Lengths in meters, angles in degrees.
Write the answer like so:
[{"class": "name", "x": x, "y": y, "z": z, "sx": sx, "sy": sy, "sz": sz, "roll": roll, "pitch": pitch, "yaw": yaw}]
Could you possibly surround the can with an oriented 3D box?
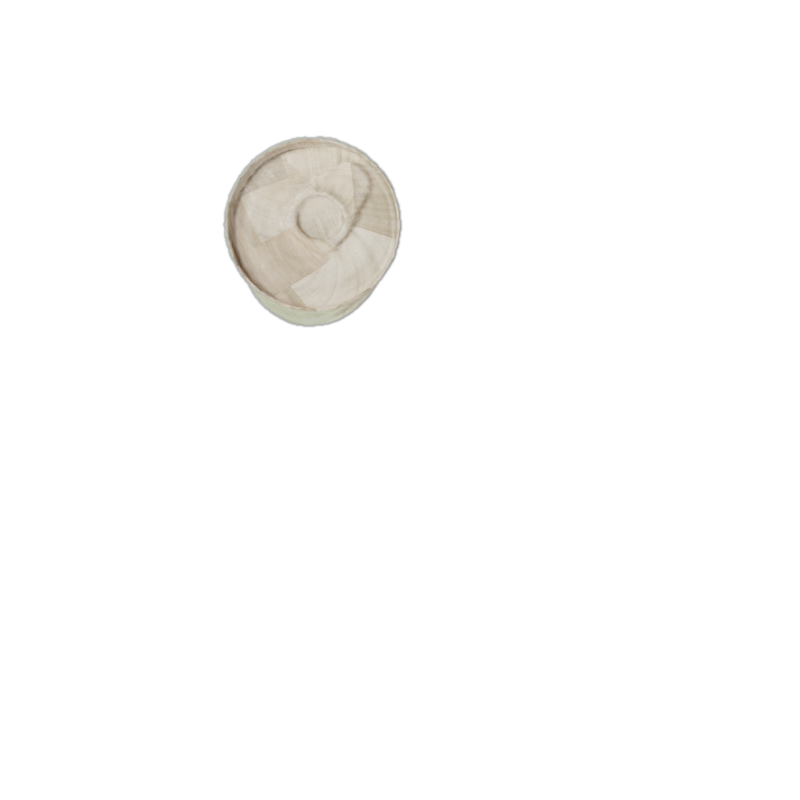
[{"class": "can", "x": -0.037, "y": -0.068, "z": 0.475, "sx": 0.068, "sy": 0.069, "sz": 0.101, "roll": 0, "pitch": -2, "yaw": -3}]
